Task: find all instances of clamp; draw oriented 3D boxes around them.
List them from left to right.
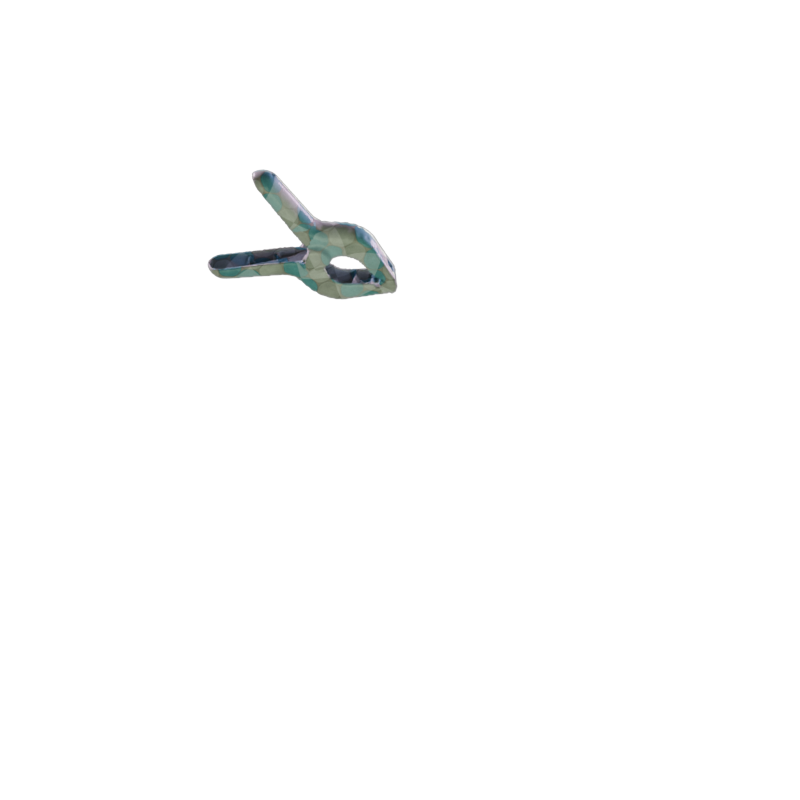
[{"bbox_3d":[-0.078,-0.142,0.994,0.168,0.042,0.114,11,-44,-12],"label":"clamp"}]
